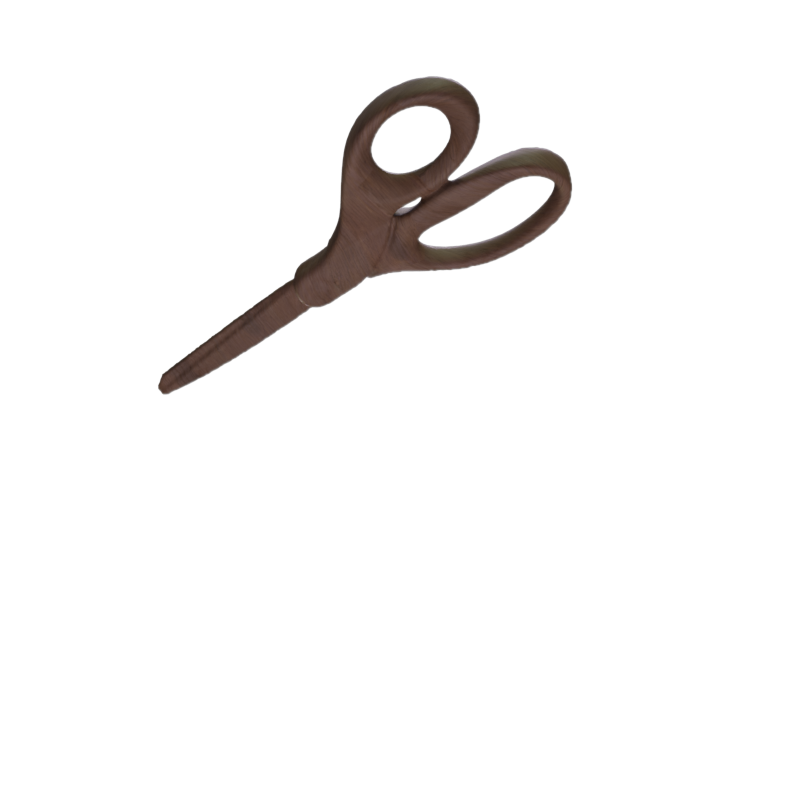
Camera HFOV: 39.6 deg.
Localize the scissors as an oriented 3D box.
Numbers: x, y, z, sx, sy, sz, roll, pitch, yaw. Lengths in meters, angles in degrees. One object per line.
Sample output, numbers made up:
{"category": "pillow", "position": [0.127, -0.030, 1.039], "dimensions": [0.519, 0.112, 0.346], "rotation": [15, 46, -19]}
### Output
{"category": "scissors", "position": [-0.034, -0.062, 0.438], "dimensions": [0.203, 0.017, 0.089], "rotation": [-19, -49, 17]}
